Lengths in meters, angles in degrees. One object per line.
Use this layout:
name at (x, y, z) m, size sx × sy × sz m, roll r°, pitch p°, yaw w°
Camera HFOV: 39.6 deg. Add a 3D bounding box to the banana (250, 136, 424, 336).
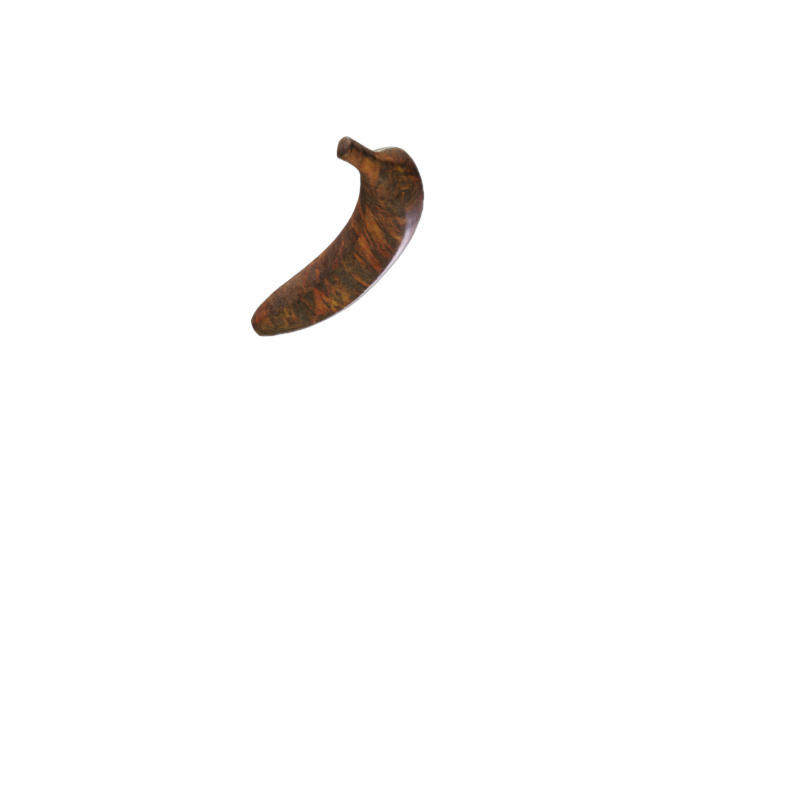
banana at (-0.032, -0.092, 0.650) m, size 0.068 × 0.039 × 0.190 m, roll 10°, pitch -33°, yaw -17°
